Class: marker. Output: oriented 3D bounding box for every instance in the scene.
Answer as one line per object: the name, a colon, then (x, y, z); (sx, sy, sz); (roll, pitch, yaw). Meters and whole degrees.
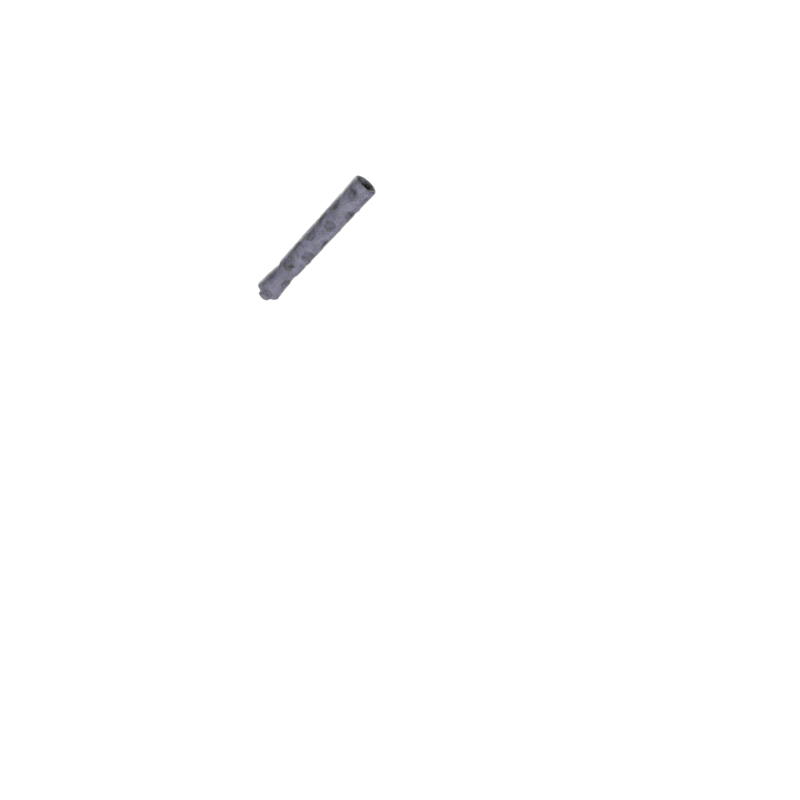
marker: (-0.064, -0.116, 0.813); (0.119, 0.021, 0.019); (-44, -18, 23)
